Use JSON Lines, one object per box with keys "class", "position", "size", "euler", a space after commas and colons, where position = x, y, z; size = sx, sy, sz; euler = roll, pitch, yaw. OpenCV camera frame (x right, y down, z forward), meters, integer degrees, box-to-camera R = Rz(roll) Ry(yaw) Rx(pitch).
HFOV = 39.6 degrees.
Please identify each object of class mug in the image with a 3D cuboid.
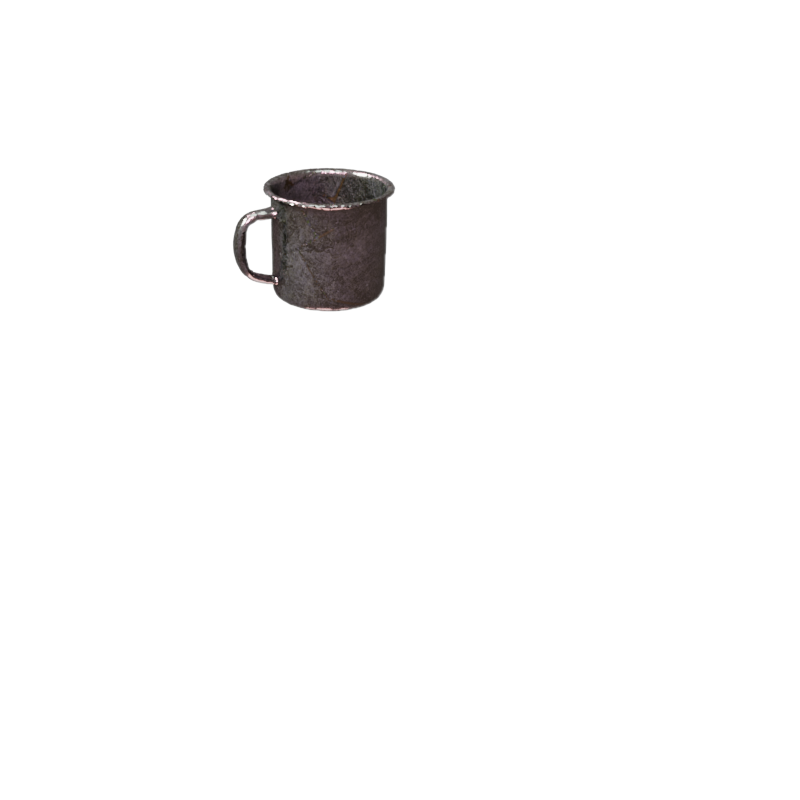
{"class": "mug", "position": [-0.062, -0.113, 0.790], "size": [0.115, 0.078, 0.100], "euler": [-10, 26, -22]}
